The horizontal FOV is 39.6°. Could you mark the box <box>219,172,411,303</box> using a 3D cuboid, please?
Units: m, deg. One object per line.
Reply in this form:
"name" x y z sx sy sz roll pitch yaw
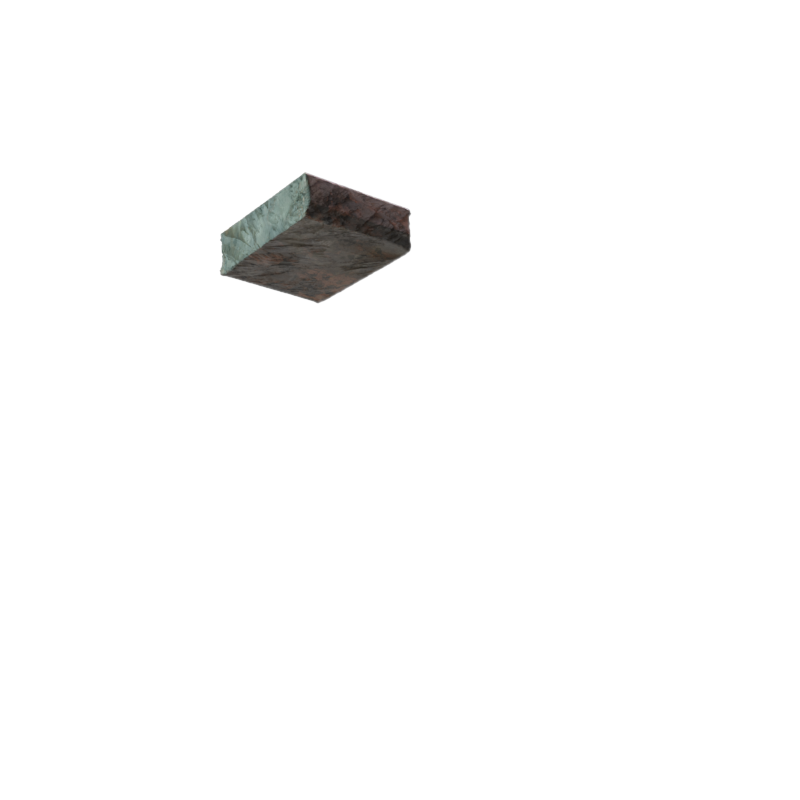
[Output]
"box" -0.061 -0.111 0.778 0.085 0.041 0.113 17 -28 -34
